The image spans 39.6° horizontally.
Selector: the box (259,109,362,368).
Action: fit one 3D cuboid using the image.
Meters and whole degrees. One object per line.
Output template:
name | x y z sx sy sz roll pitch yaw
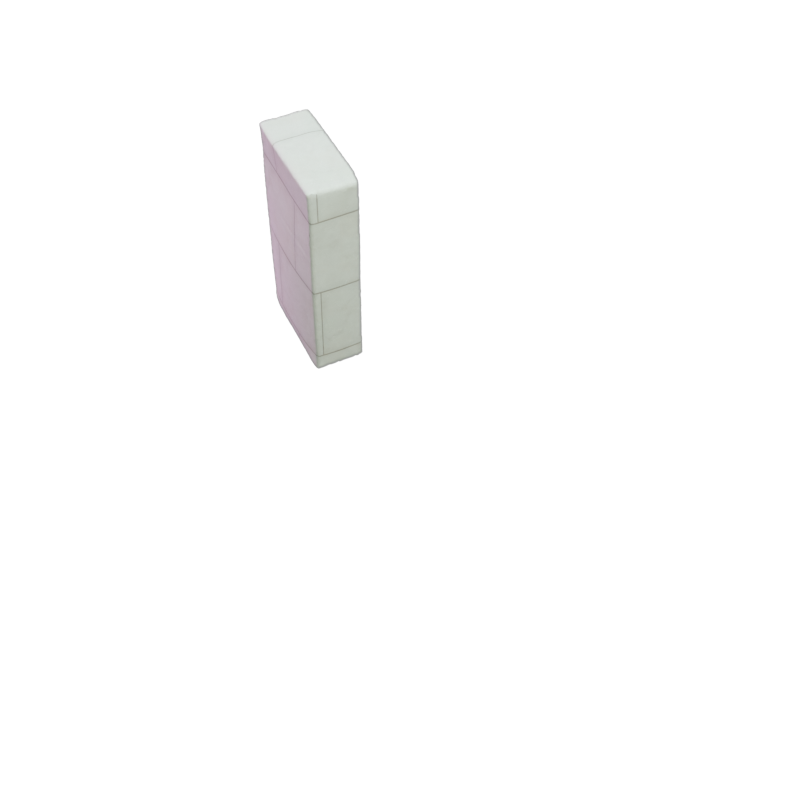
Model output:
box | -0.064 -0.118 0.824 0.047 0.164 0.101 -16 50 -19
